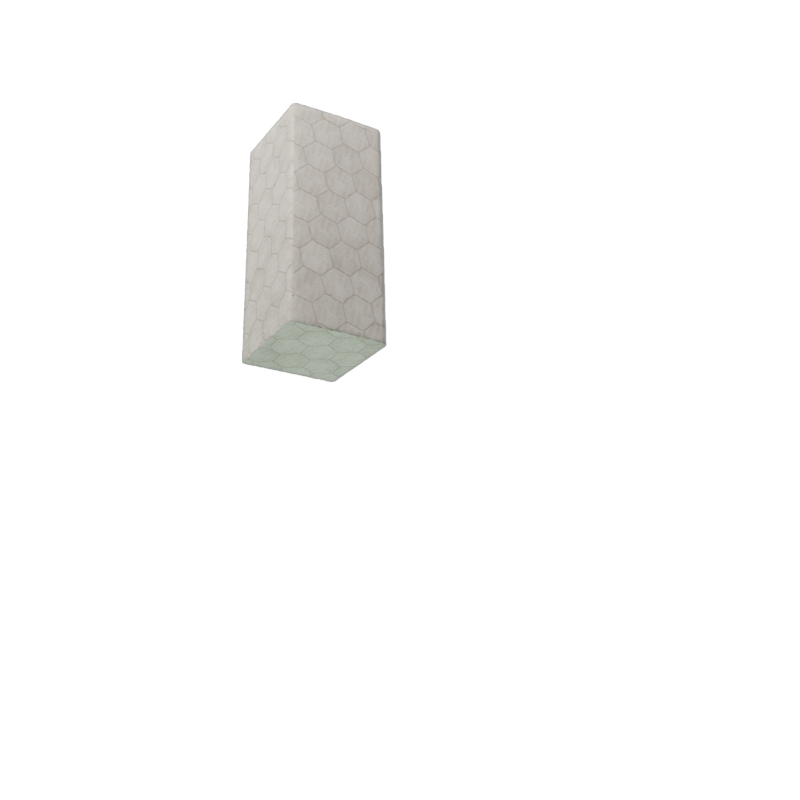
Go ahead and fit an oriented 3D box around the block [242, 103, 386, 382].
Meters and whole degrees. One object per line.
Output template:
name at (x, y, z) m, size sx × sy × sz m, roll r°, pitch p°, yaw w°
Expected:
block at (-0.073, -0.134, 0.936) m, size 0.086 × 0.219 × 0.089 m, roll 14°, pitch -31°, yaw -28°
